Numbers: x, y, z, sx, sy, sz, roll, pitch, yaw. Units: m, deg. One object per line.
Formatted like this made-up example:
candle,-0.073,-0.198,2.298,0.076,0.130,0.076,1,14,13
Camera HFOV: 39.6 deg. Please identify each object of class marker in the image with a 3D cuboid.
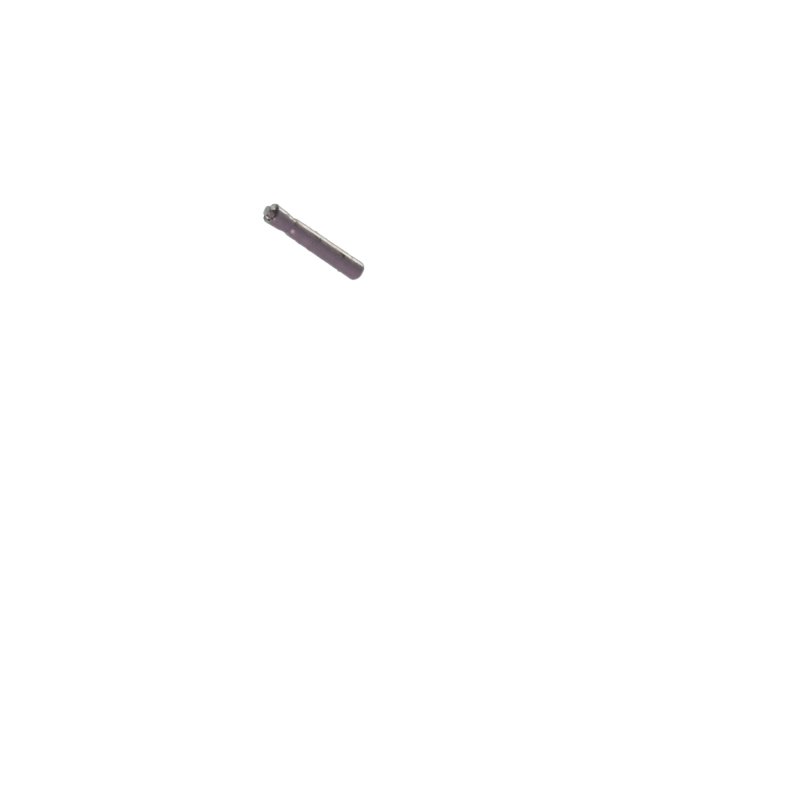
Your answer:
marker,-0.077,-0.141,0.989,0.021,0.020,0.113,4,-21,47
